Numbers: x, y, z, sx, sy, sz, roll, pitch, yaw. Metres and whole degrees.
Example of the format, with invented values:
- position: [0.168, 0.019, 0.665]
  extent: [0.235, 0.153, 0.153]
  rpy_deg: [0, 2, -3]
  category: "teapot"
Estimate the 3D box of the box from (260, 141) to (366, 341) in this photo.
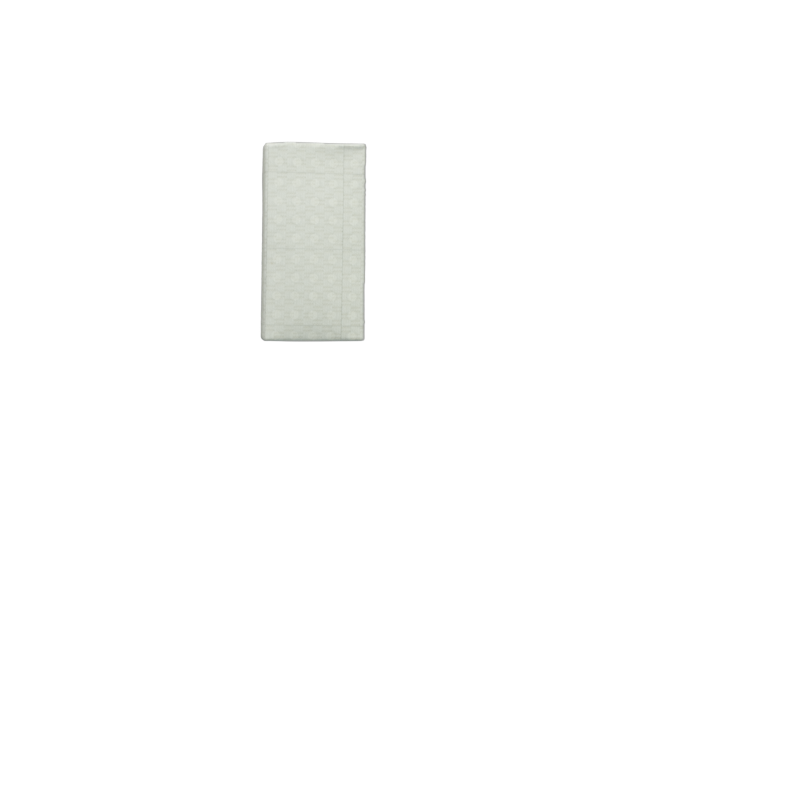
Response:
- position: [-0.078, -0.142, 0.992]
  extent: [0.092, 0.176, 0.049]
  rpy_deg: [0, 1, -7]
  category: "box"
